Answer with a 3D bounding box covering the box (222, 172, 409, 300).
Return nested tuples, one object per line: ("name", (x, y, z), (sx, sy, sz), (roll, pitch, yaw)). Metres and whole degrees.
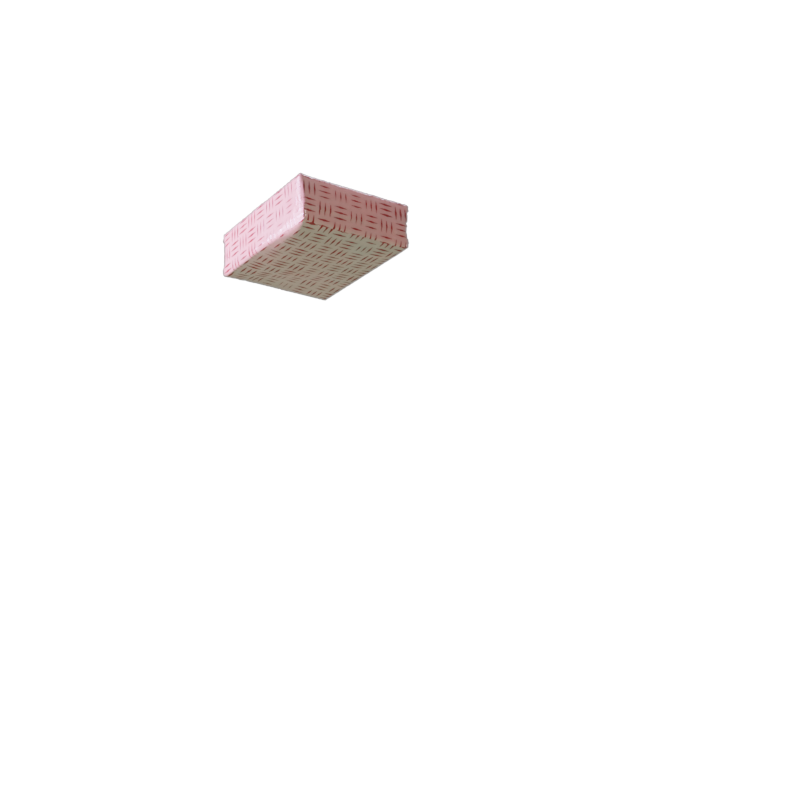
("box", (-0.062, -0.112, 0.786), (0.086, 0.041, 0.114), (12, -21, -33))
